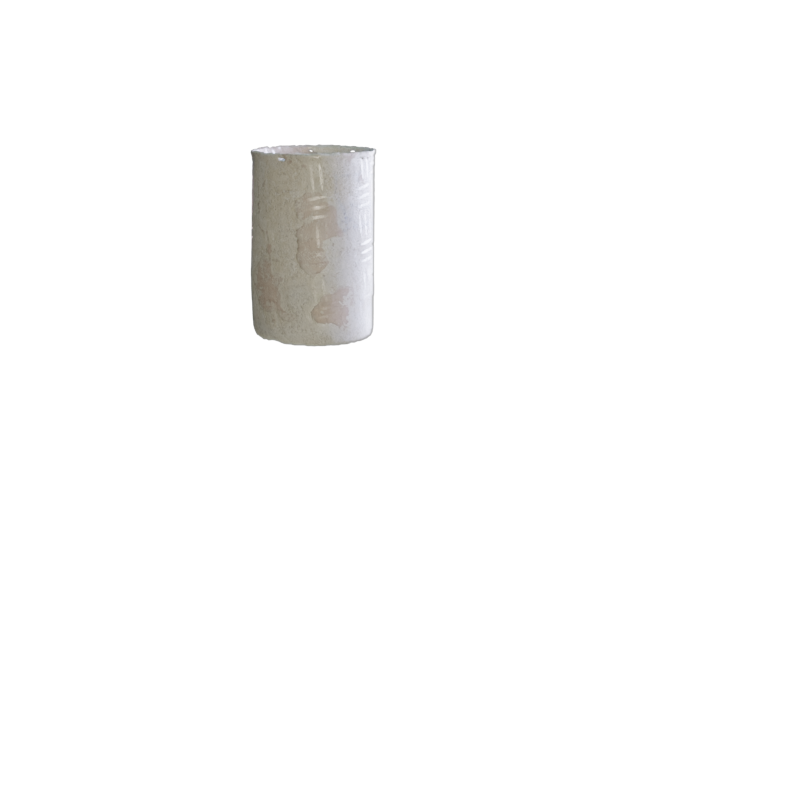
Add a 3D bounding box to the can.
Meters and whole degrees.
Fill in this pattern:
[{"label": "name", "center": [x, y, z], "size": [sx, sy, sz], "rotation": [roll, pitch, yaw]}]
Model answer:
[{"label": "can", "center": [-0.047, -0.087, 0.606], "size": [0.068, 0.100, 0.070], "rotation": [0, 11, -2]}]
